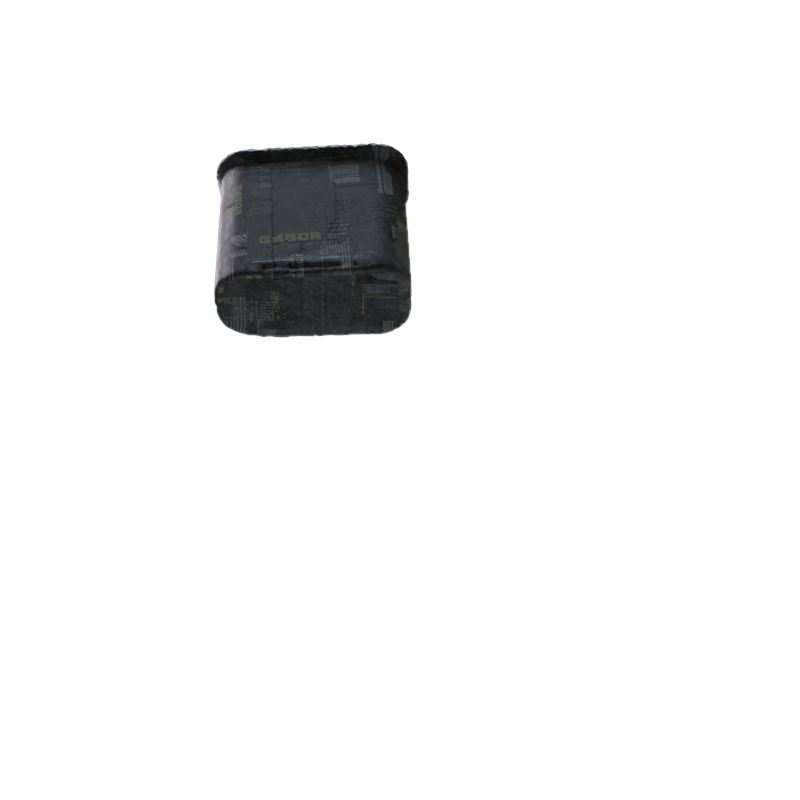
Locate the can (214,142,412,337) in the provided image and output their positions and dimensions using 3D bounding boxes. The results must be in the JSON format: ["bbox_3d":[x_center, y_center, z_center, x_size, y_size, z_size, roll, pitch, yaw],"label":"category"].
[{"bbox_3d":[-0.044,-0.081,0.567,0.102,0.090,0.053,-3,-38,2],"label":"can"}]
